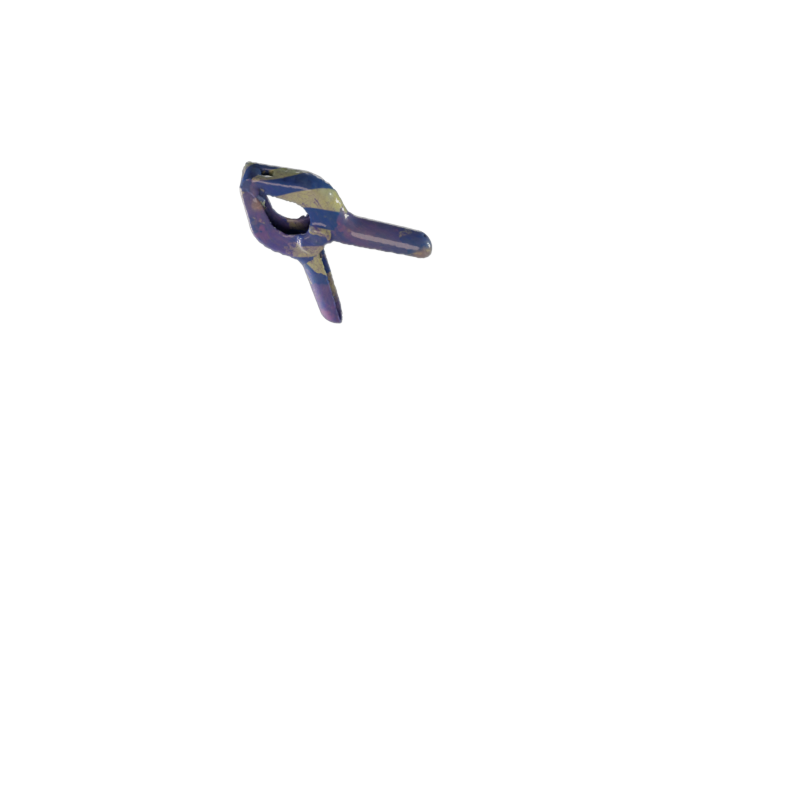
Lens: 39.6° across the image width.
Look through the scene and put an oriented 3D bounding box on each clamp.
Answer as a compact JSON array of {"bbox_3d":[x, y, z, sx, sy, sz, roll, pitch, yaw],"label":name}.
[{"bbox_3d":[-0.073,-0.133,0.930,0.165,0.117,0.042,31,27,-19],"label":"clamp"}]
